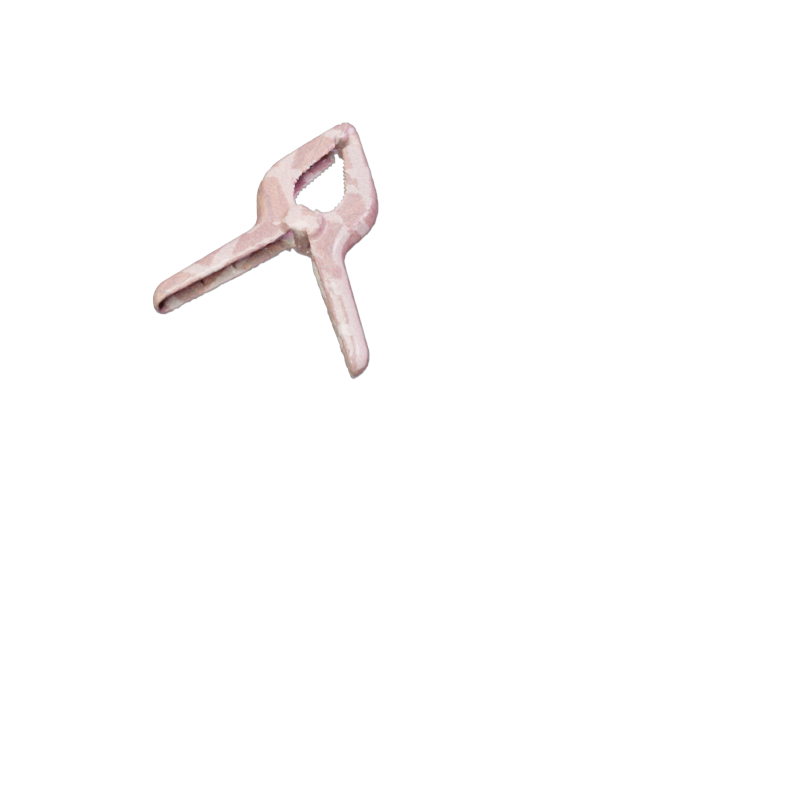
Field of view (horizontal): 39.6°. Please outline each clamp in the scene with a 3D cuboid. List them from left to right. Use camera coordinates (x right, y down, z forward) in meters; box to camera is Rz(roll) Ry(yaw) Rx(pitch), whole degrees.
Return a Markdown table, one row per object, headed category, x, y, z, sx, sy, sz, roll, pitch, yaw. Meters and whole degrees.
| category | x | y | z | sx | sy | sz | roll | pitch | yaw |
| --- | --- | --- | --- | --- | --- | --- | --- | --- | --- |
| clamp | -0.065 | -0.119 | 0.836 | 0.169 | 0.217 | 0.034 | 23 | -28 | 13 |
